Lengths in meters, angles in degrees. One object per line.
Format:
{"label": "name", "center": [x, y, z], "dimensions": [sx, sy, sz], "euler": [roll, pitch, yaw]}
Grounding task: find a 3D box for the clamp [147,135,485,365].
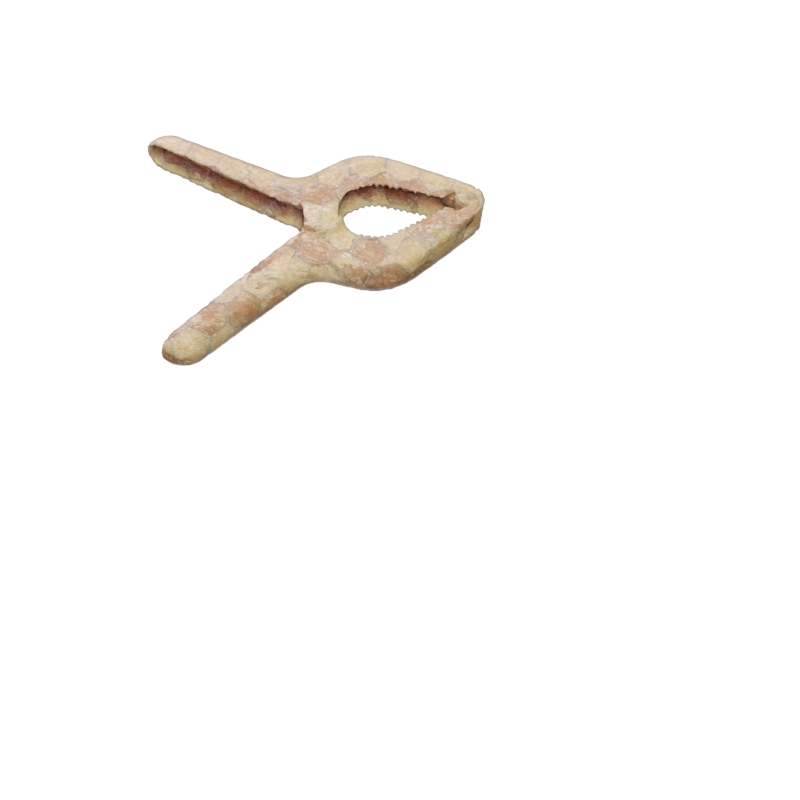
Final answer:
{"label": "clamp", "center": [-0.053, -0.096, 0.672], "dimensions": [0.210, 0.176, 0.034], "euler": [-2, -32, -1]}
